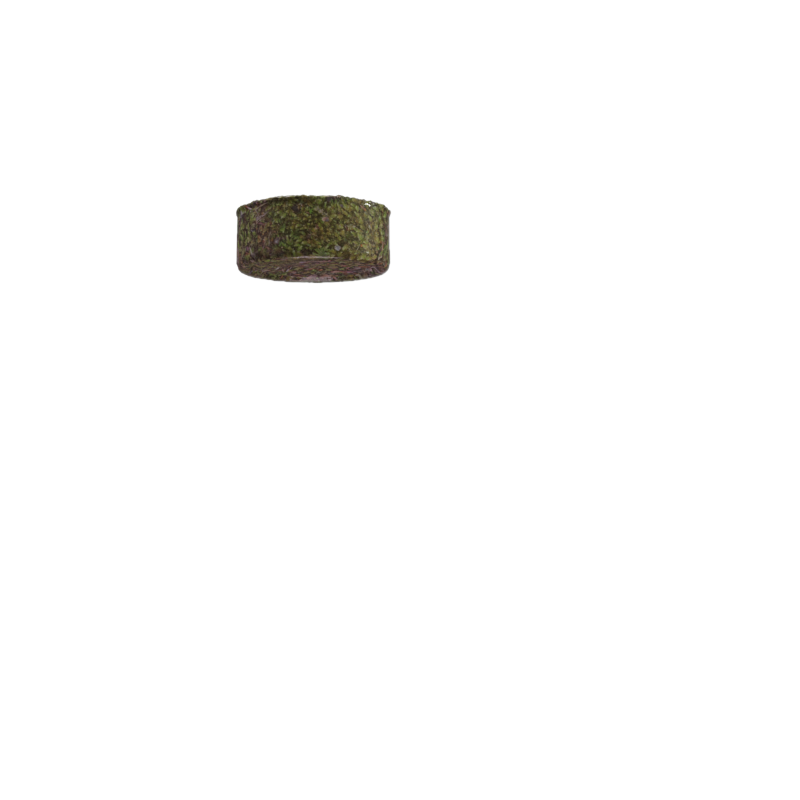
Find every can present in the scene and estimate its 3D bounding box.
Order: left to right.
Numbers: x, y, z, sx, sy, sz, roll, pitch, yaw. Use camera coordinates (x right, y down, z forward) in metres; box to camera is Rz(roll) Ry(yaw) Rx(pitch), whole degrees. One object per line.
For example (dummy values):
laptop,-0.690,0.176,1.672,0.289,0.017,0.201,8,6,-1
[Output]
can,-0.048,-0.087,0.611,0.086,0.034,0.084,0,-4,-2
